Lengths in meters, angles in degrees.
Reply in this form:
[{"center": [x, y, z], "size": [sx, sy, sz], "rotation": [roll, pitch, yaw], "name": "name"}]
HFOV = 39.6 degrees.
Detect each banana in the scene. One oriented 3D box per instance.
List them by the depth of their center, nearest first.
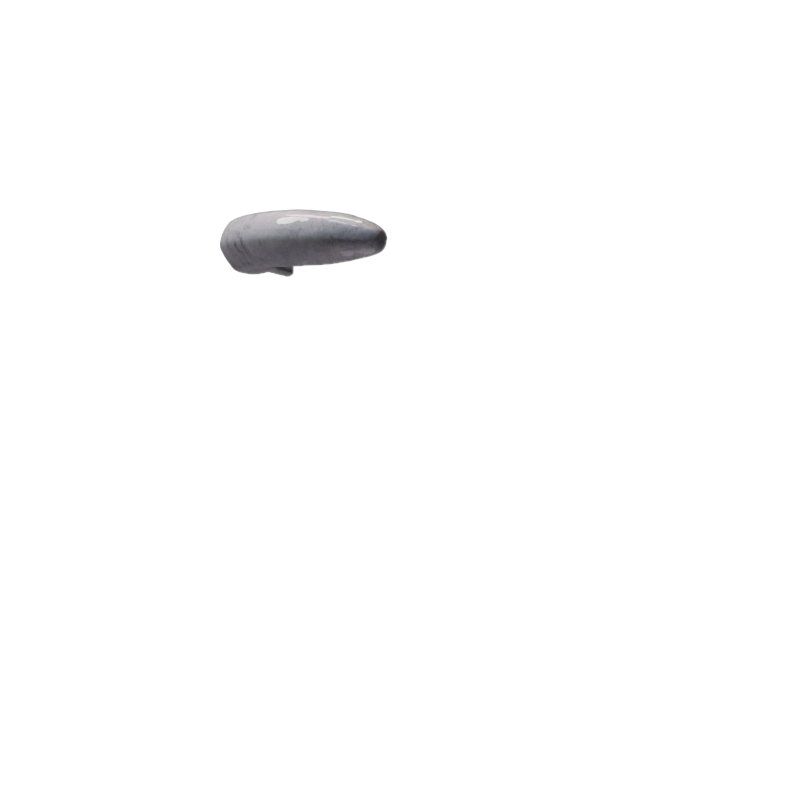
[{"center": [-0.074, -0.101, 0.710], "size": [0.068, 0.037, 0.202], "rotation": [-1, 4, -21], "name": "banana"}]
